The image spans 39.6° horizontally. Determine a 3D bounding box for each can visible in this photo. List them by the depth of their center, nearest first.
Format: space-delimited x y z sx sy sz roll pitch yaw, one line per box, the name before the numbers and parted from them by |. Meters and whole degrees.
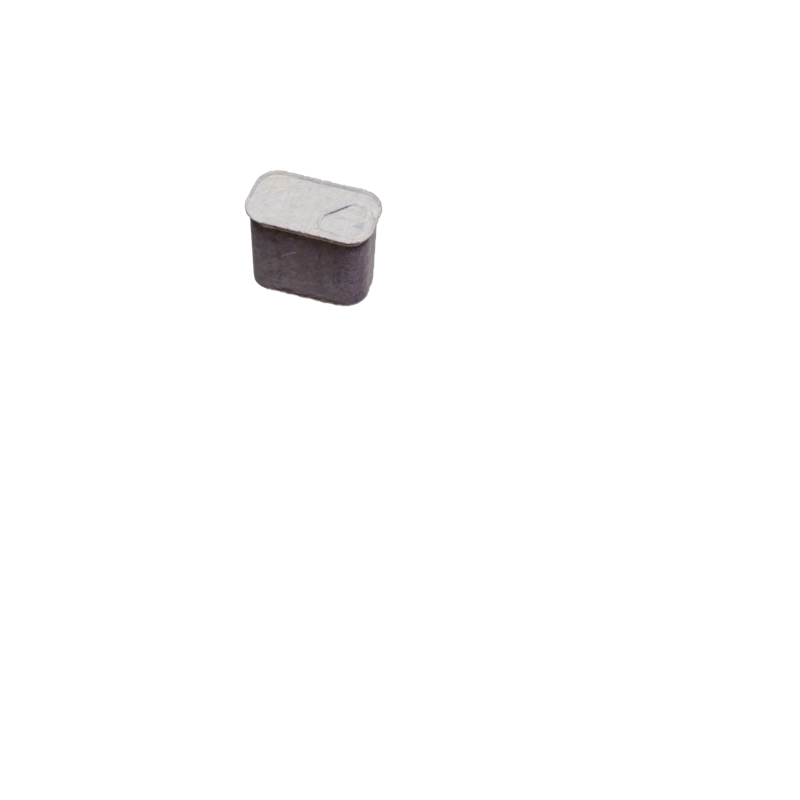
can | -0.068 -0.124 0.872 0.104 0.060 0.078 15 -37 10
